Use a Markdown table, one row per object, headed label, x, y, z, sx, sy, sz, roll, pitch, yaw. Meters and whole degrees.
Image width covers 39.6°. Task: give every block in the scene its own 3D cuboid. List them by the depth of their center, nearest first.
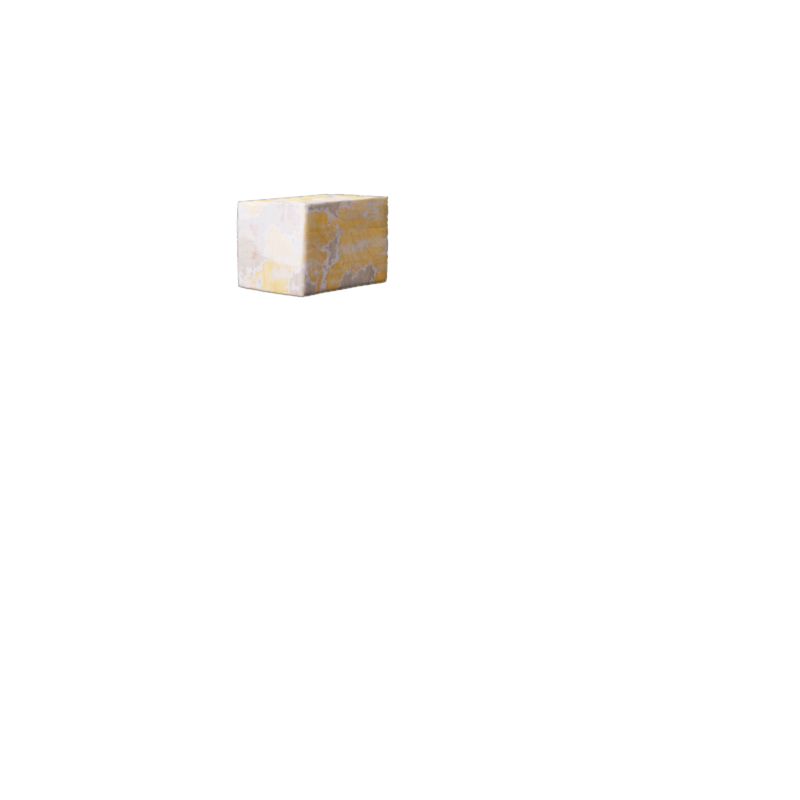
| label | x | y | z | sx | sy | sz | roll | pitch | yaw |
| --- | --- | --- | --- | --- | --- | --- | --- | --- | --- |
| block | -0.050 | -0.091 | 0.639 | 0.055 | 0.050 | 0.076 | 8 | 14 | 36 |
